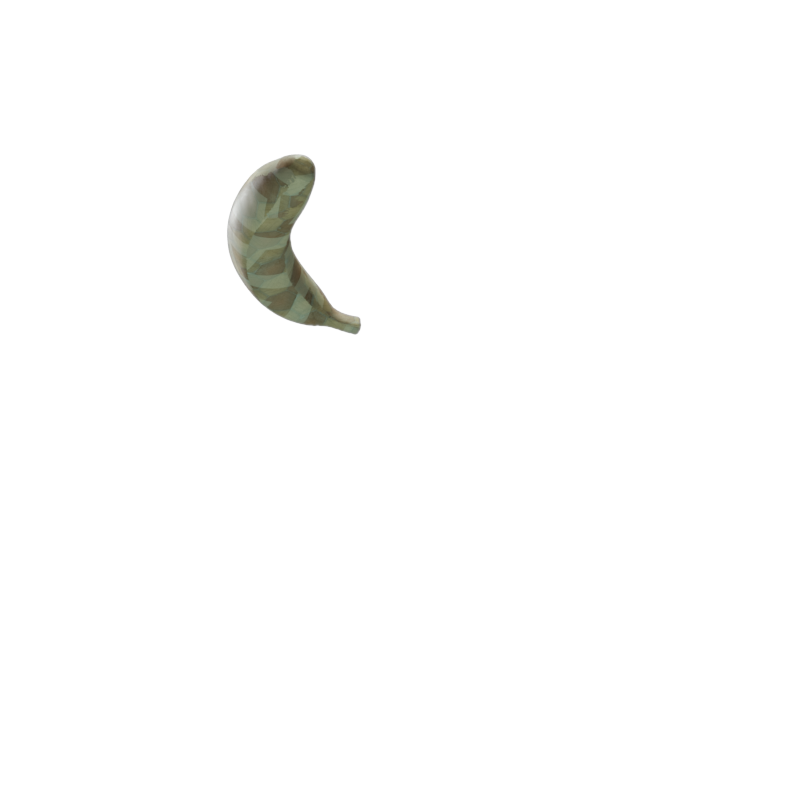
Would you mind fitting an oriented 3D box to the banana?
[{"bbox_3d":[-0.070,-0.092,0.666,0.070,0.039,0.185,-3,-22,6],"label":"banana"}]
